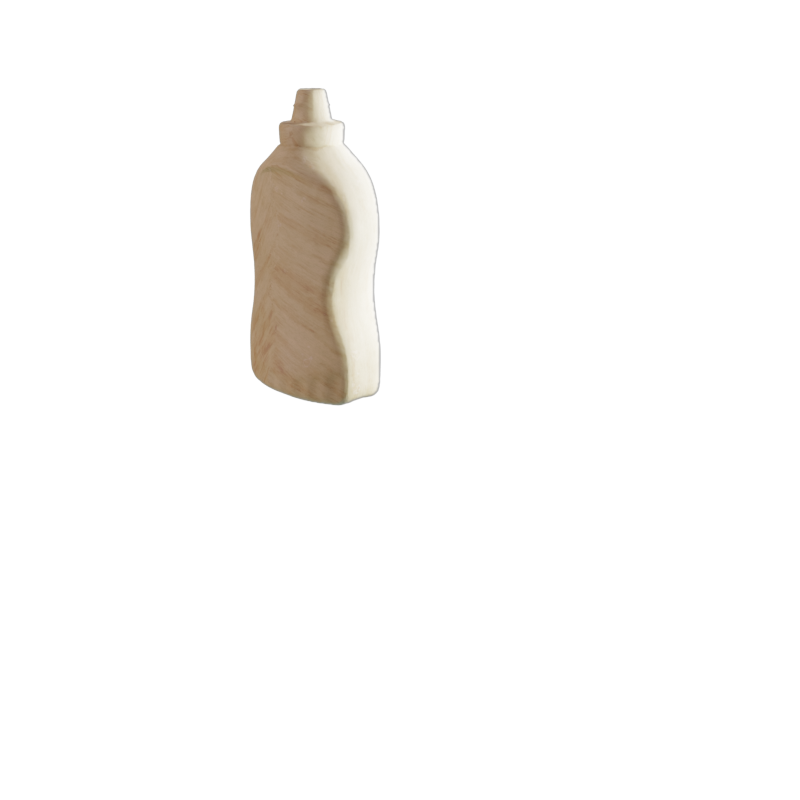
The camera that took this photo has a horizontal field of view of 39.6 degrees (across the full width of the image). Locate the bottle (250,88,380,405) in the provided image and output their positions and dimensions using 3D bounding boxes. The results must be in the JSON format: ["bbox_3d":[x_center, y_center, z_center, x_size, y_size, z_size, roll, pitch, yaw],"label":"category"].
[{"bbox_3d":[-0.055,-0.100,0.699,0.057,0.186,0.101,-10,17,-41],"label":"bottle"}]
